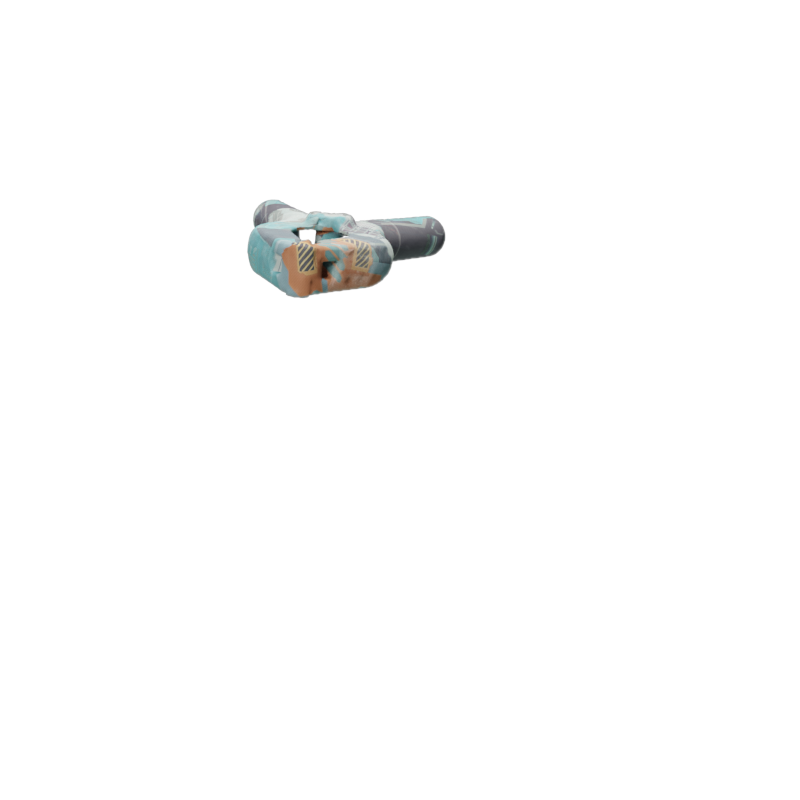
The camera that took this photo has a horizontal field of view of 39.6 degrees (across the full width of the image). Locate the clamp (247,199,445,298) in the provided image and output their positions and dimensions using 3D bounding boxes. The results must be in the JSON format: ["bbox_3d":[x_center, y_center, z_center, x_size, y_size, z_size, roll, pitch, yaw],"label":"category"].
[{"bbox_3d":[-0.050,-0.091,0.635,0.123,0.038,0.171,4,14,16],"label":"clamp"}]
